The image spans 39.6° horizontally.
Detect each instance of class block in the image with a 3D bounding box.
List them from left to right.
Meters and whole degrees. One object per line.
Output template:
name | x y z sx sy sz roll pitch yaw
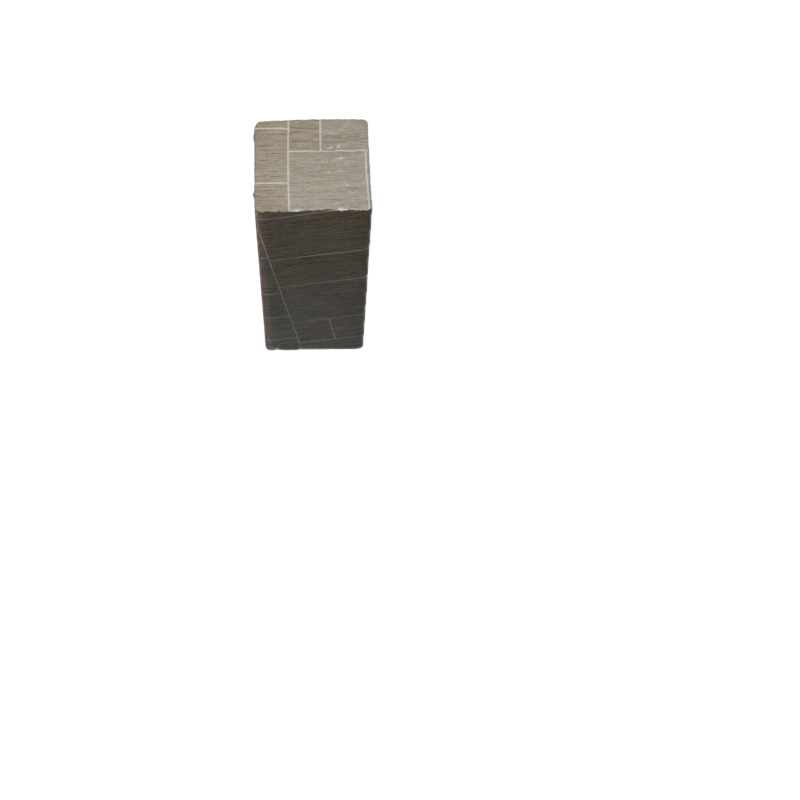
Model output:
block | -0.073 -0.132 0.922 0.090 0.097 0.194 -1 -29 -4
